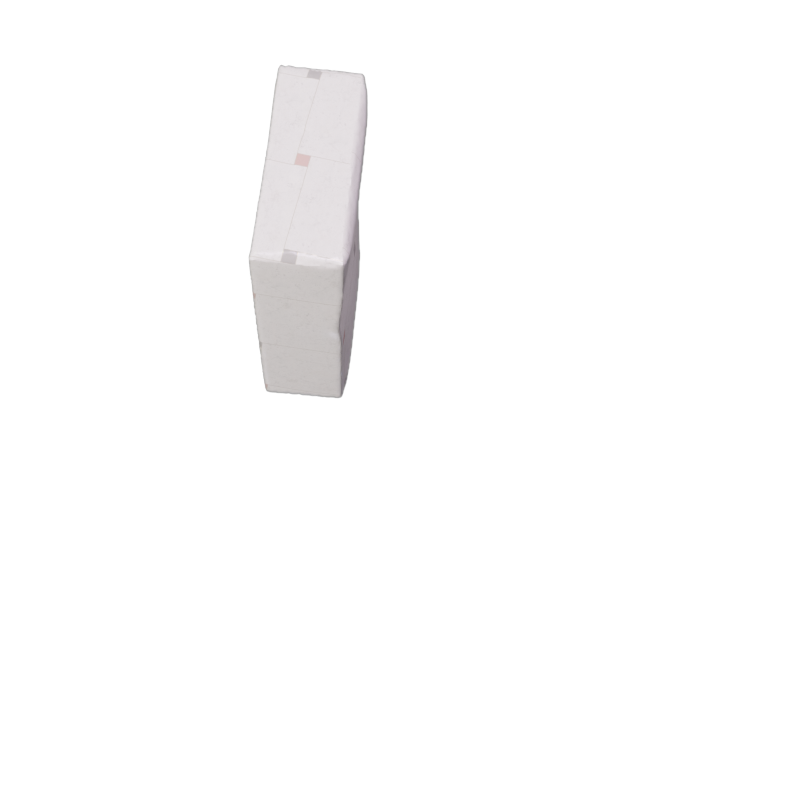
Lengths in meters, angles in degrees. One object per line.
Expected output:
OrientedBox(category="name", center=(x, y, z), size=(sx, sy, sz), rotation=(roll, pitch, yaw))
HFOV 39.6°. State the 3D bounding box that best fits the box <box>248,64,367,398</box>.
OrientedBox(category="box", center=(-0.065, -0.119, 0.835), size=(0.072, 0.174, 0.202), rotation=(5, -27, -2))
